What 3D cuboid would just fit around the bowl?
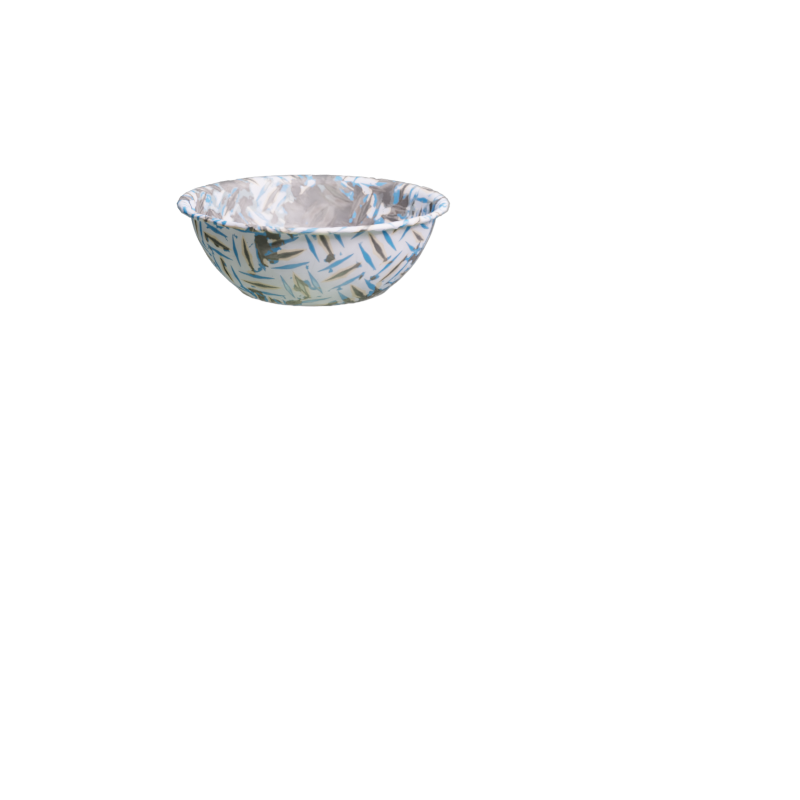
[{"bbox_3d":[-0.052,-0.095,0.664,0.162,0.053,0.169,-1,20,-2],"label":"bowl"}]
